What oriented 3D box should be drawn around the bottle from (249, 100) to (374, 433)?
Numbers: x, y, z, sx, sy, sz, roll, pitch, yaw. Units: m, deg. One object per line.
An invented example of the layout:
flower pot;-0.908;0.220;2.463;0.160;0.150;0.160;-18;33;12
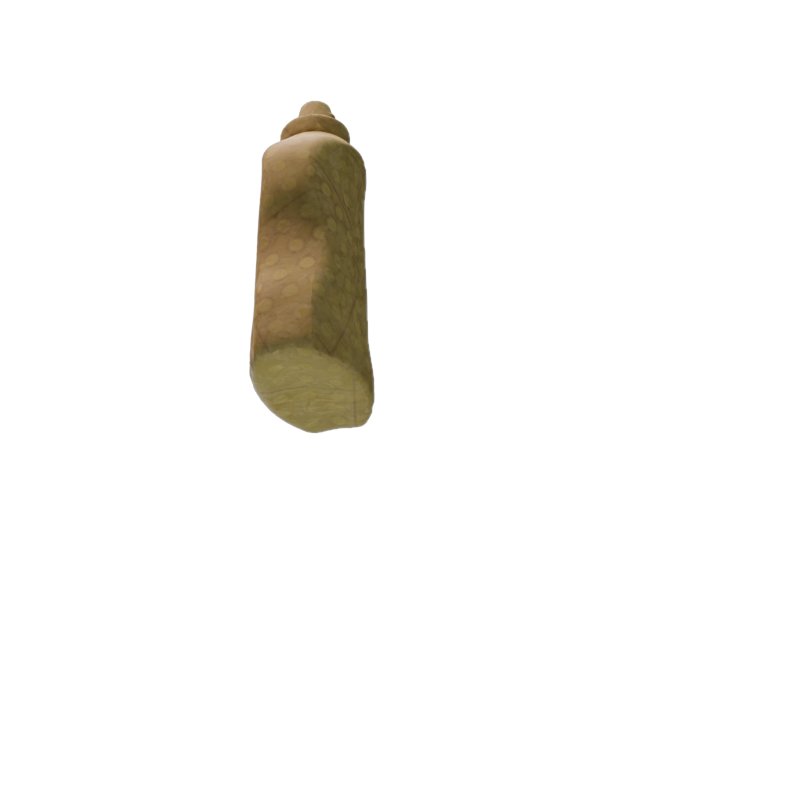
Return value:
bottle;-0.047;-0.087;0.608;0.059;0.205;0.089;-11;-33;14
